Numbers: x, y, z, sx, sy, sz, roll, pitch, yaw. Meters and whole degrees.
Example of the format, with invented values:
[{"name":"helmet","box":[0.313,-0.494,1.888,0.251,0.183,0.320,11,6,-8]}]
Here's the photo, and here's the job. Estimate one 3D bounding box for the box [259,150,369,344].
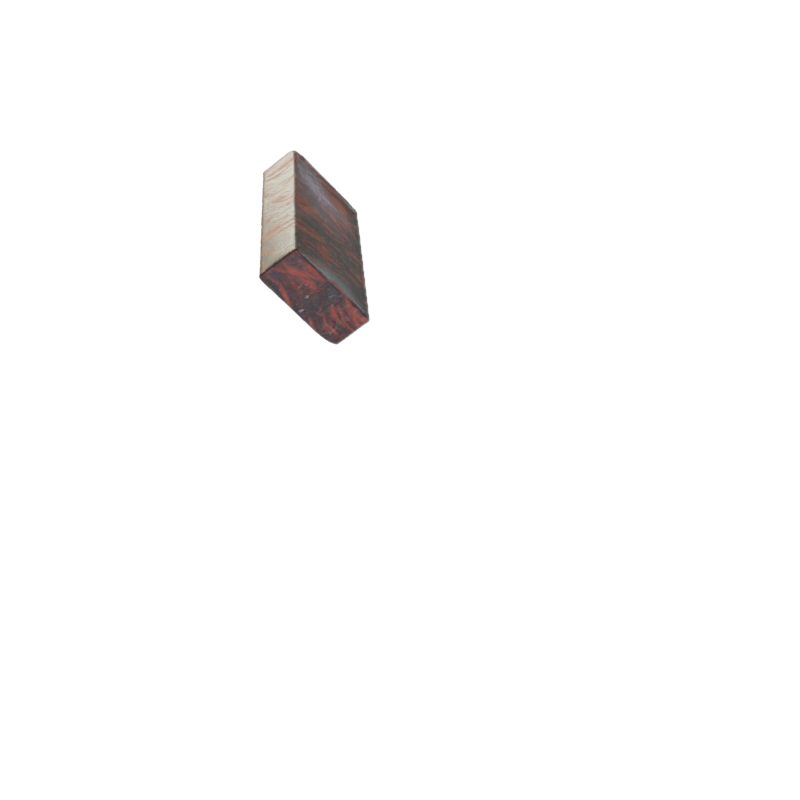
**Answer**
[{"name":"box","box":[-0.073,-0.134,0.940,0.048,0.189,0.088,-35,-58,21]}]
